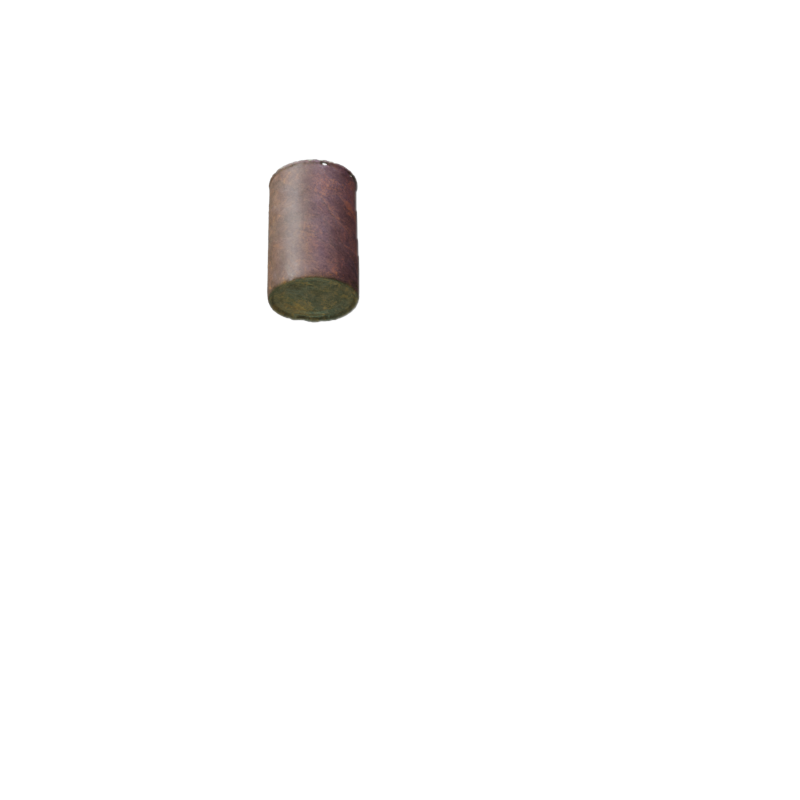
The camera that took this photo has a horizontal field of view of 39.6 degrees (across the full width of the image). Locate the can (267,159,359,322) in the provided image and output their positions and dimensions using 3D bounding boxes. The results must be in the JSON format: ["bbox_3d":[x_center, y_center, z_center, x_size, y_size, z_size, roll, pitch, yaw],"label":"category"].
[{"bbox_3d":[-0.064,-0.117,0.818,0.068,0.109,0.064,0,-29,-2],"label":"can"}]
